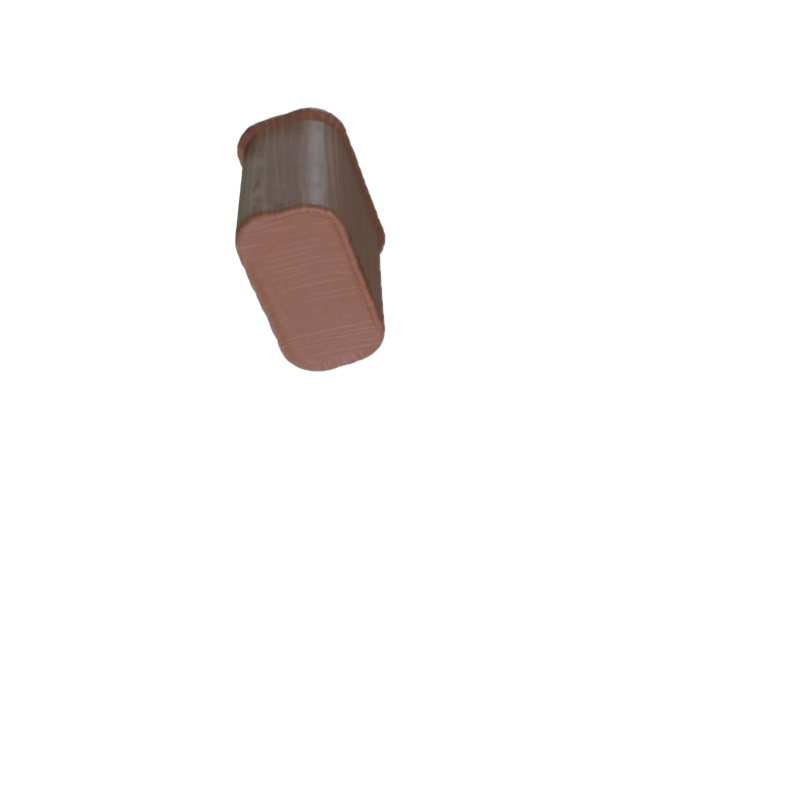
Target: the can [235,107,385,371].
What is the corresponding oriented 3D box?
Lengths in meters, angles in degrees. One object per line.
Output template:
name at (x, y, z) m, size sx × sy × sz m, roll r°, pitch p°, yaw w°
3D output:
can at (-0.043, -0.078, 0.544) m, size 0.058 × 0.094 × 0.090 m, roll -15°, pitch 39°, yaw 9°
